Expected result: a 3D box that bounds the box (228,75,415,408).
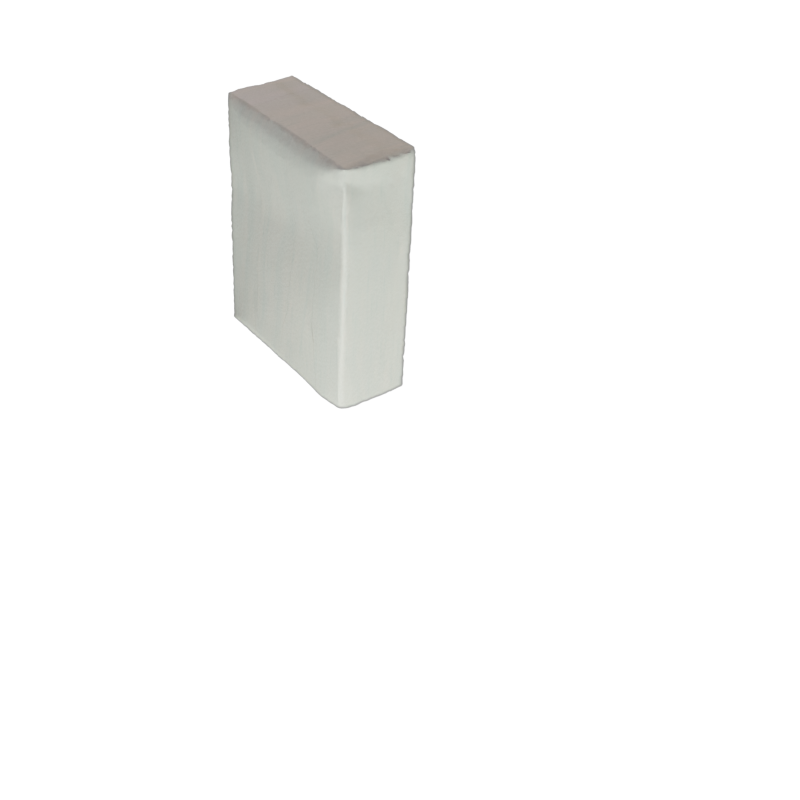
[{"bbox_3d":[-0.068,-0.125,0.873,0.071,0.201,0.177,-20,40,-30],"label":"box"}]
